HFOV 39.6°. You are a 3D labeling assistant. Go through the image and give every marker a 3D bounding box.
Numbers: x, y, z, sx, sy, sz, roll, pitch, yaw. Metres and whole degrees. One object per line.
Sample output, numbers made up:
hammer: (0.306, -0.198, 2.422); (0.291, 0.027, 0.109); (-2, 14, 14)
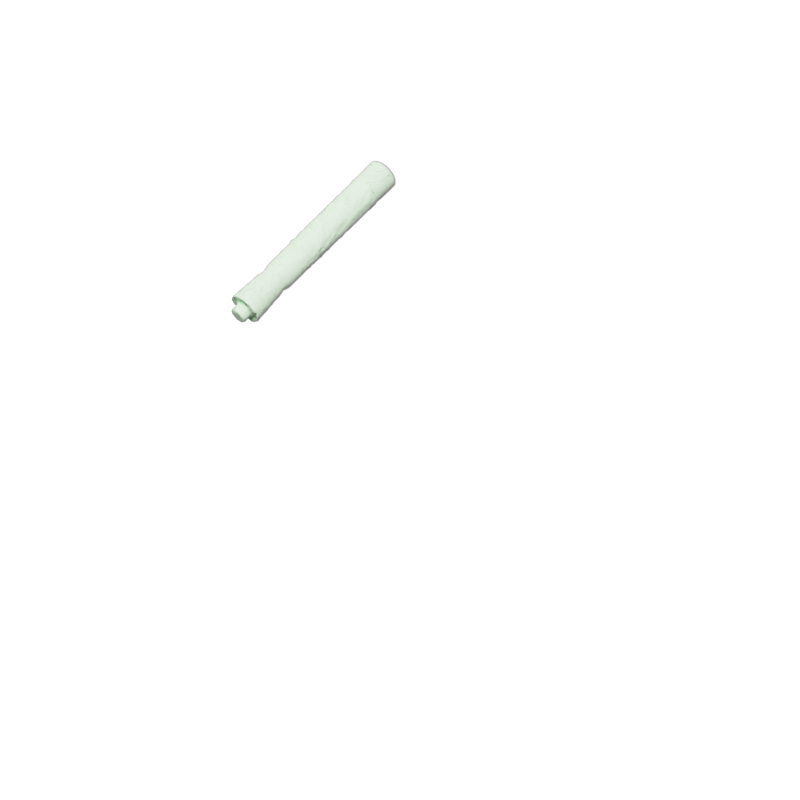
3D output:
marker: (-0.047, -0.086, 0.601); (0.123, 0.019, 0.020); (-48, 27, -23)
